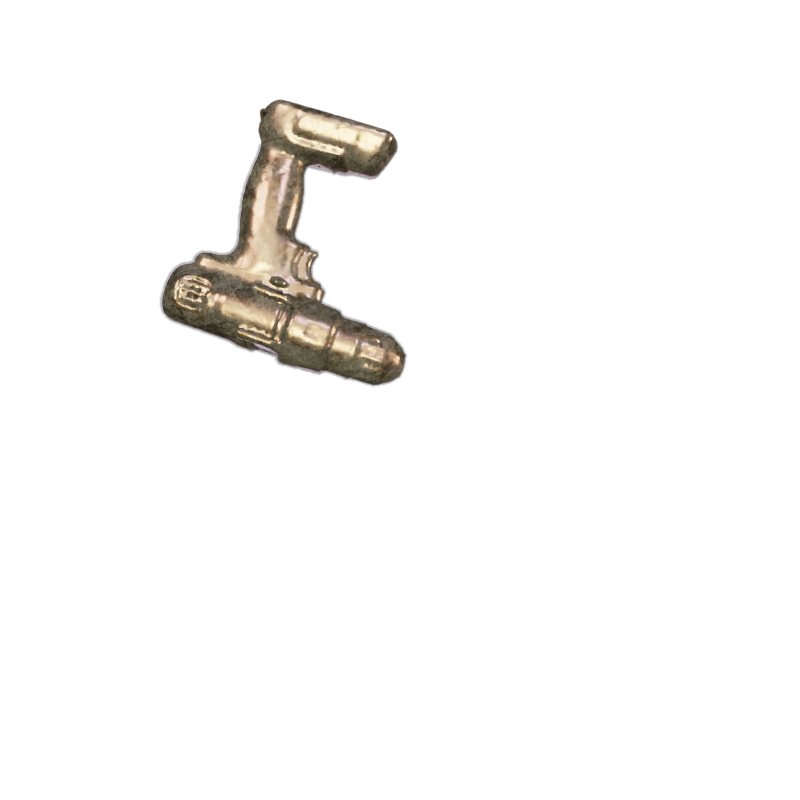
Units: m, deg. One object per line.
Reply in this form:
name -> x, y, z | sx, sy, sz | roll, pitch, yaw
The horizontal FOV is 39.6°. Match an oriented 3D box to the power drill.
power drill -> -0.064, -0.118, 0.824 | 0.186, 0.192, 0.055 | 18, -13, 4
